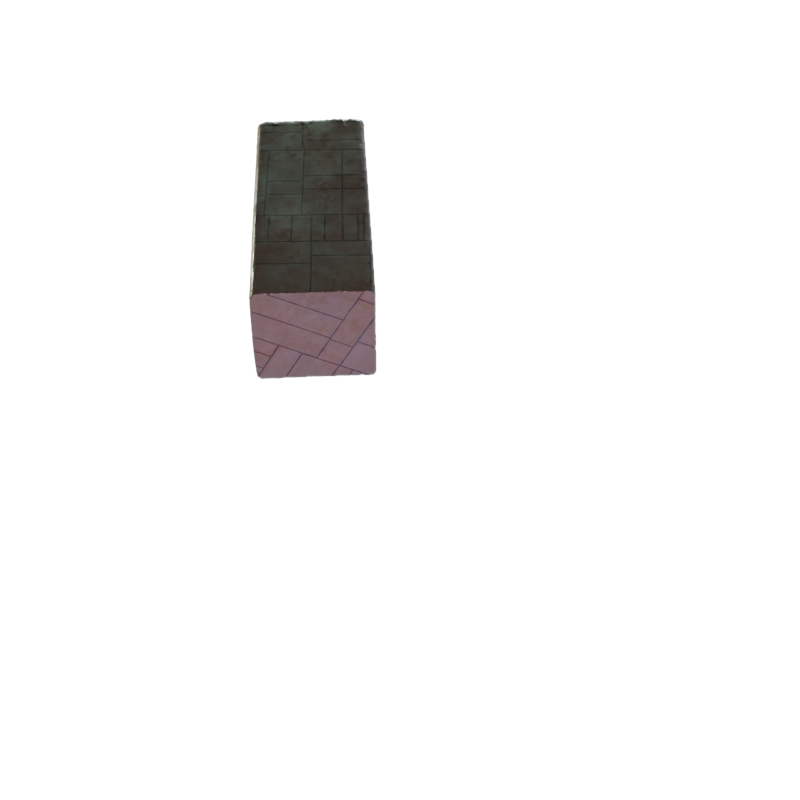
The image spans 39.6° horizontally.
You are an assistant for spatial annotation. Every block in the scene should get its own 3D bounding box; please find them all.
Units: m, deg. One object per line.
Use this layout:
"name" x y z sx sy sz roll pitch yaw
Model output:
"block" -0.069 -0.125 0.873 0.091 0.221 0.084 -3 -44 -1
